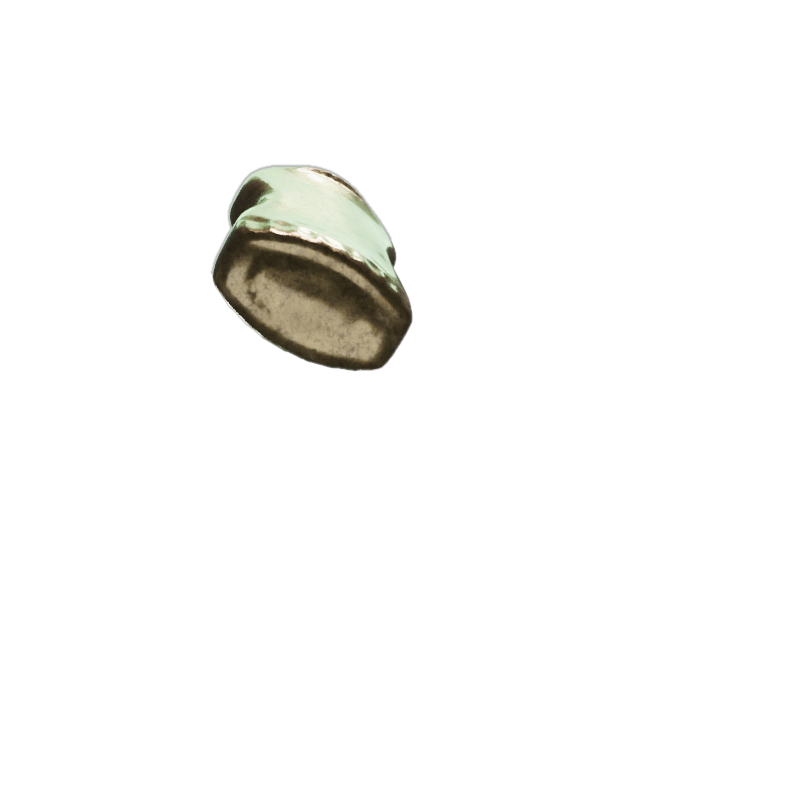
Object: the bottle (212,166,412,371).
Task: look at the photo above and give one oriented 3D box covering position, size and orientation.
[{"bbox_3d":[-0.047,-0.086,0.603,0.094,0.057,0.201,24,21,-13],"label":"bottle"}]
